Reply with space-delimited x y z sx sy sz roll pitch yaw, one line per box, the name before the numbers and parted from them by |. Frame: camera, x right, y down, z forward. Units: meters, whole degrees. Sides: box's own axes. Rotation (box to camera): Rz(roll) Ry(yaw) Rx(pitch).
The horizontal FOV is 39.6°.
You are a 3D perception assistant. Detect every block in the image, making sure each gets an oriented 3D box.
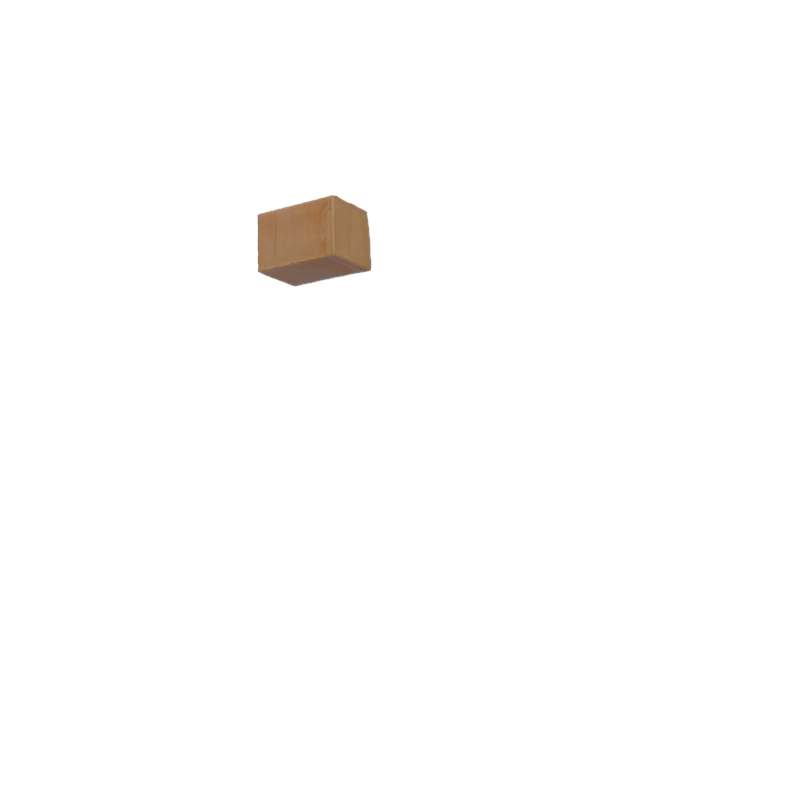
block | -0.070 -0.127 0.890 0.080 0.053 0.050 -9 -17 32
